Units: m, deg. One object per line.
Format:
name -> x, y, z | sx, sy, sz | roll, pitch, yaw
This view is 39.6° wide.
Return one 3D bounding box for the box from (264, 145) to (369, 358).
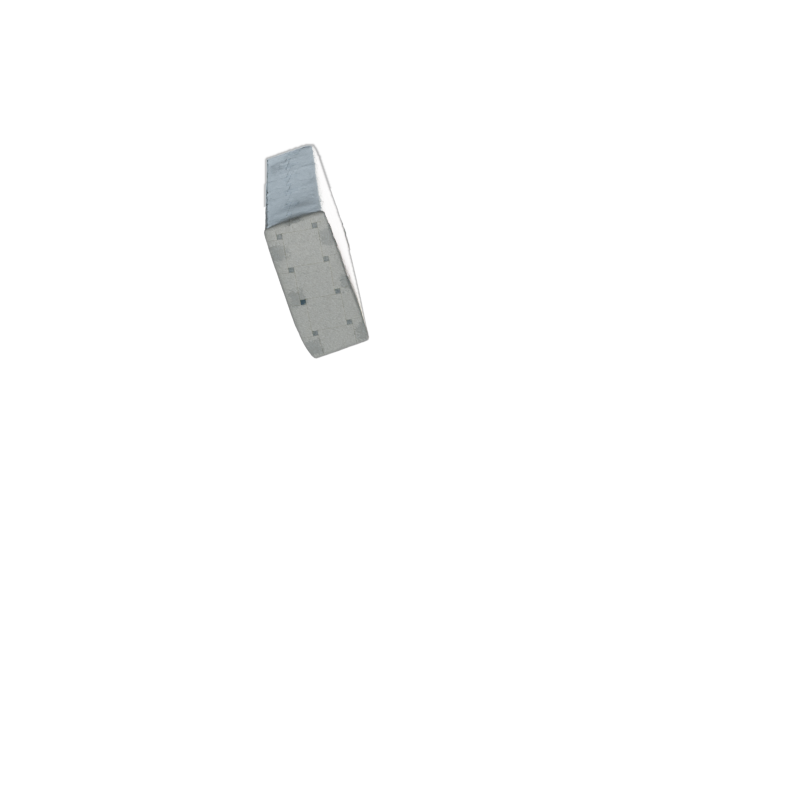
box -> -0.059, -0.109, 0.761 | 0.048, 0.088, 0.186 | -17, 26, 4
